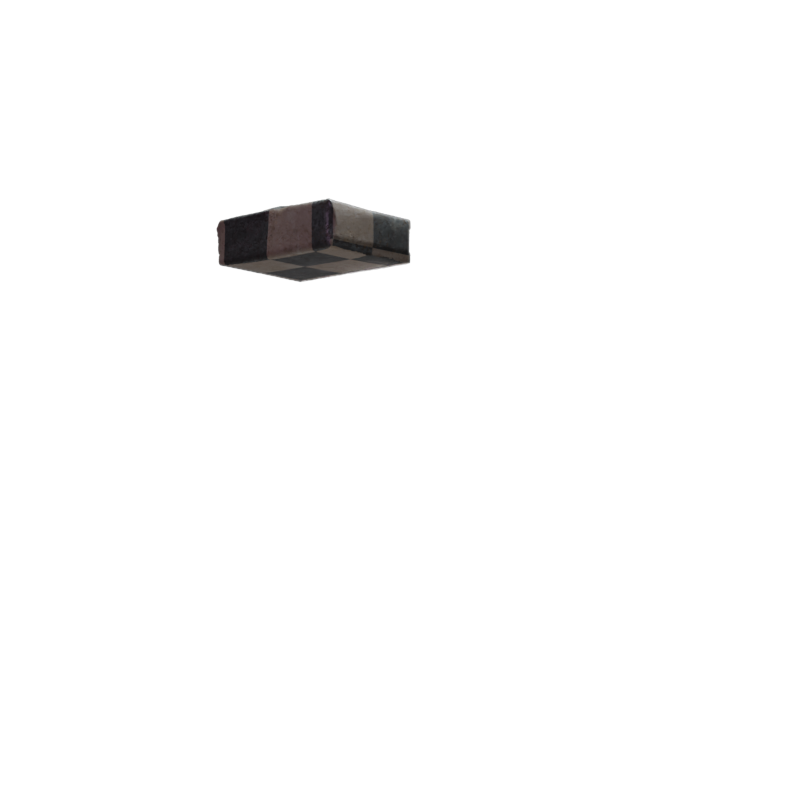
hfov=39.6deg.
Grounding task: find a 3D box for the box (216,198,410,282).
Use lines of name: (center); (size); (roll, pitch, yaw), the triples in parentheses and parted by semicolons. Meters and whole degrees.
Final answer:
box: (-0.051, -0.092, 0.643); (0.092, 0.031, 0.070); (-3, -6, 39)
